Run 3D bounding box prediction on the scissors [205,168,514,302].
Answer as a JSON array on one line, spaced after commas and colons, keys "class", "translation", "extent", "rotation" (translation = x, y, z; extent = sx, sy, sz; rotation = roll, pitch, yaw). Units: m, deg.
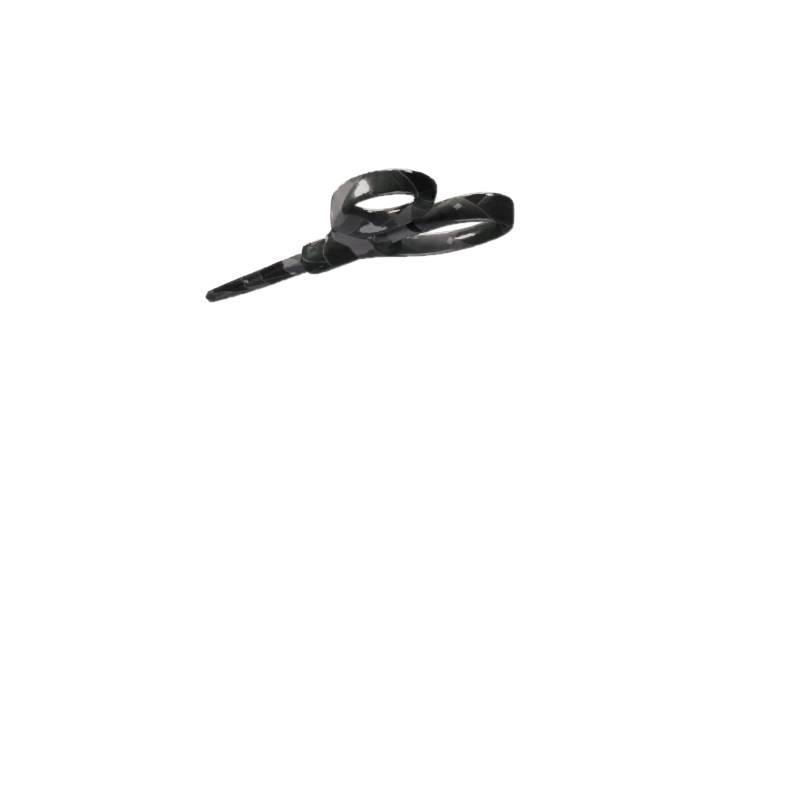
[{"class": "scissors", "translation": [-0.044, -0.080, 0.557], "extent": [0.206, 0.016, 0.090], "rotation": [-8, -16, 29]}]
